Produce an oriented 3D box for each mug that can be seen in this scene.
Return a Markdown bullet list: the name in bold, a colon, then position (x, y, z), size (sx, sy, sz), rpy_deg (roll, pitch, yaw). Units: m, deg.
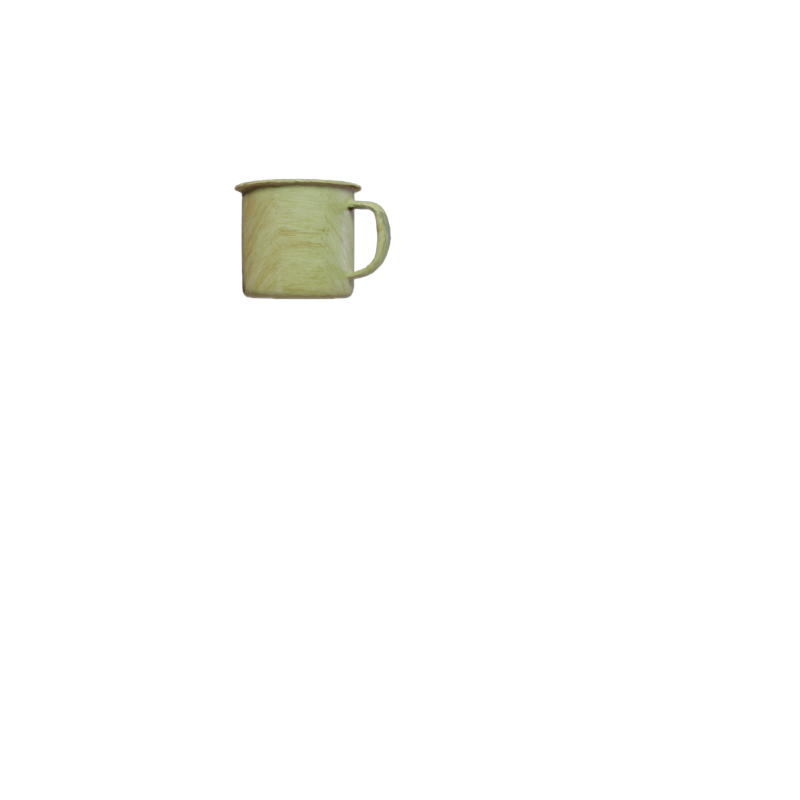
- **mug**: position (-0.063, -0.114, 0.800), size (0.120, 0.082, 0.091), rpy_deg (0, 0, 20)
